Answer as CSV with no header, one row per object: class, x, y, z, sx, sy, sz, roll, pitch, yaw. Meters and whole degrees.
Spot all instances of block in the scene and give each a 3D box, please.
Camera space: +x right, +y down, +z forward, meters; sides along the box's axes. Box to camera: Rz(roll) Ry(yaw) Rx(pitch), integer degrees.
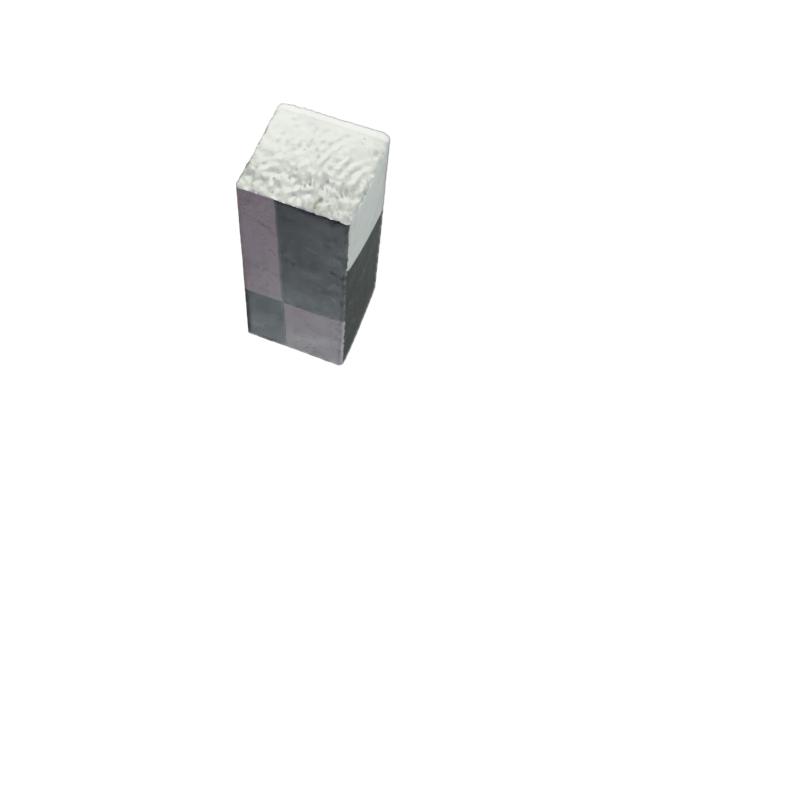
block,-0.069,-0.126,0.882,0.092,0.094,0.194,19,-29,7
